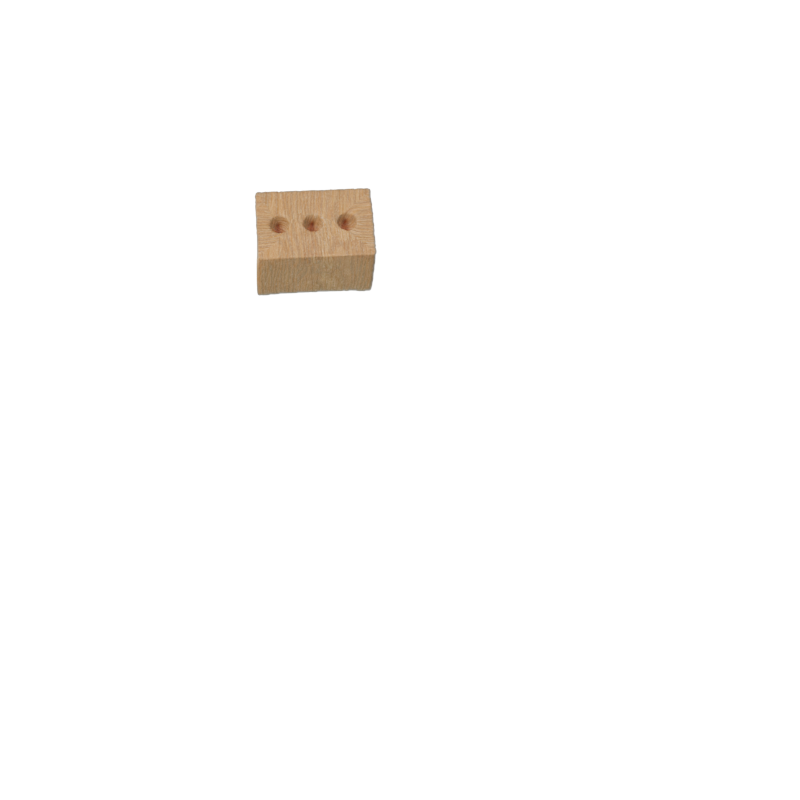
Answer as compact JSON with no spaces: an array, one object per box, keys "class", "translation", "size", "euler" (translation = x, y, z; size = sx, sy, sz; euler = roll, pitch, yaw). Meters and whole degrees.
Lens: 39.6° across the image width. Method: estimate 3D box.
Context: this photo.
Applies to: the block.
[{"class":"block","translation":[-0.058,-0.105,0.735],"size":[0.078,0.056,0.048],"euler":[-3,-26,-3]}]
